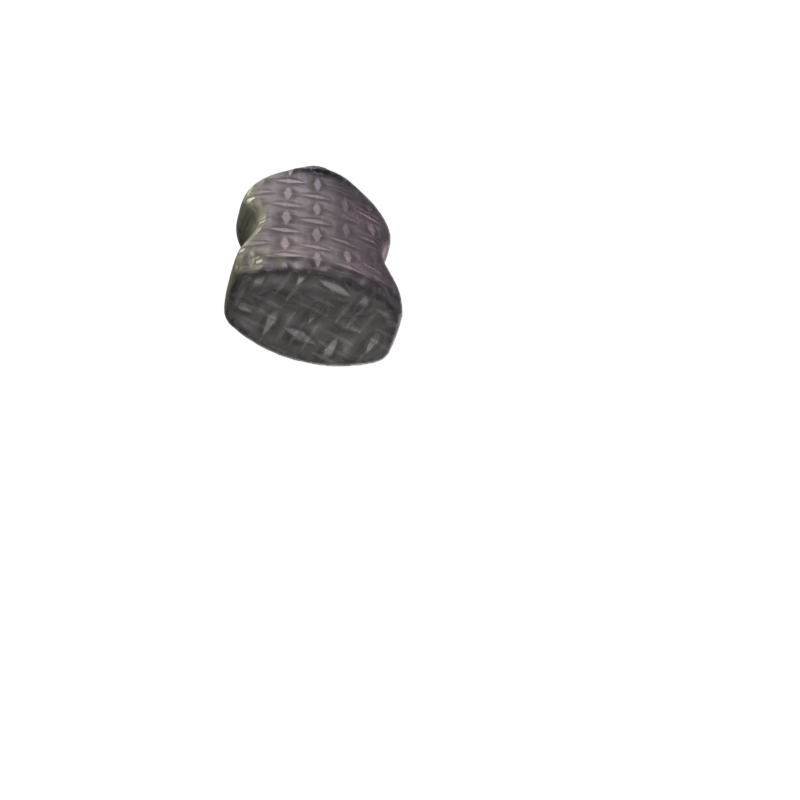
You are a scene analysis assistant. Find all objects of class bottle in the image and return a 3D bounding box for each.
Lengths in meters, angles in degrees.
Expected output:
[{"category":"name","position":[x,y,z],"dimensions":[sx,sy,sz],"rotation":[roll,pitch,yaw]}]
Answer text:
[{"category":"bottle","position":[-0.053,-0.096,0.678],"dimensions":[0.095,0.056,0.204],"rotation":[11,31,-10]}]
